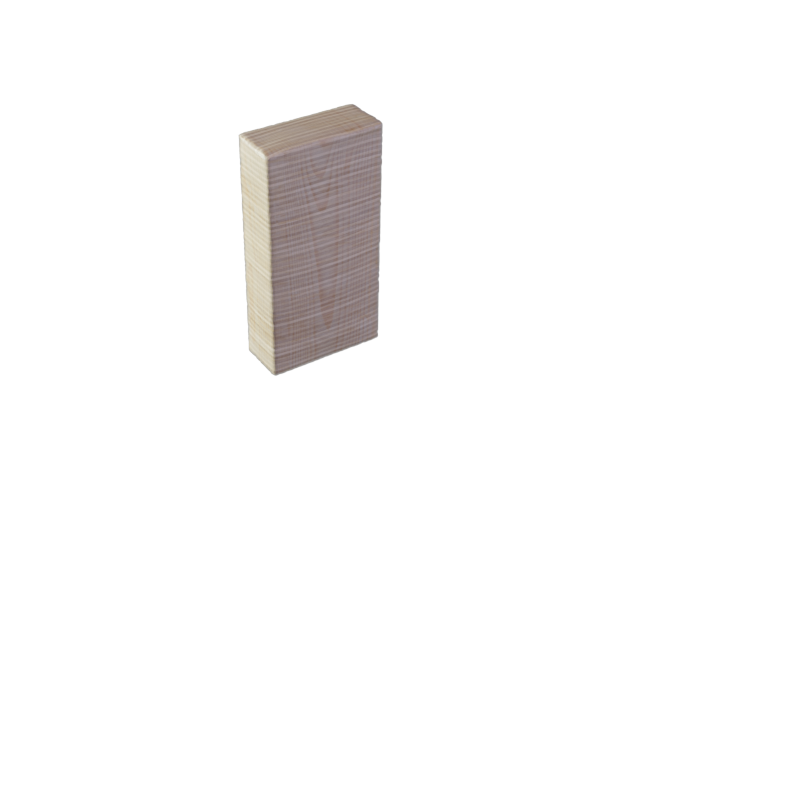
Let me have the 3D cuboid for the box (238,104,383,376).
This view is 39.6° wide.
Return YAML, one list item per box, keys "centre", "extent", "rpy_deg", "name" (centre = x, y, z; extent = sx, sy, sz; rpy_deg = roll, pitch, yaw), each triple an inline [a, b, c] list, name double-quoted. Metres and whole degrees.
- centre: [-0.061, -0.110, 0.774]
  extent: [0.092, 0.165, 0.052]
  rpy_deg: [-21, 42, -28]
  name: "box"
